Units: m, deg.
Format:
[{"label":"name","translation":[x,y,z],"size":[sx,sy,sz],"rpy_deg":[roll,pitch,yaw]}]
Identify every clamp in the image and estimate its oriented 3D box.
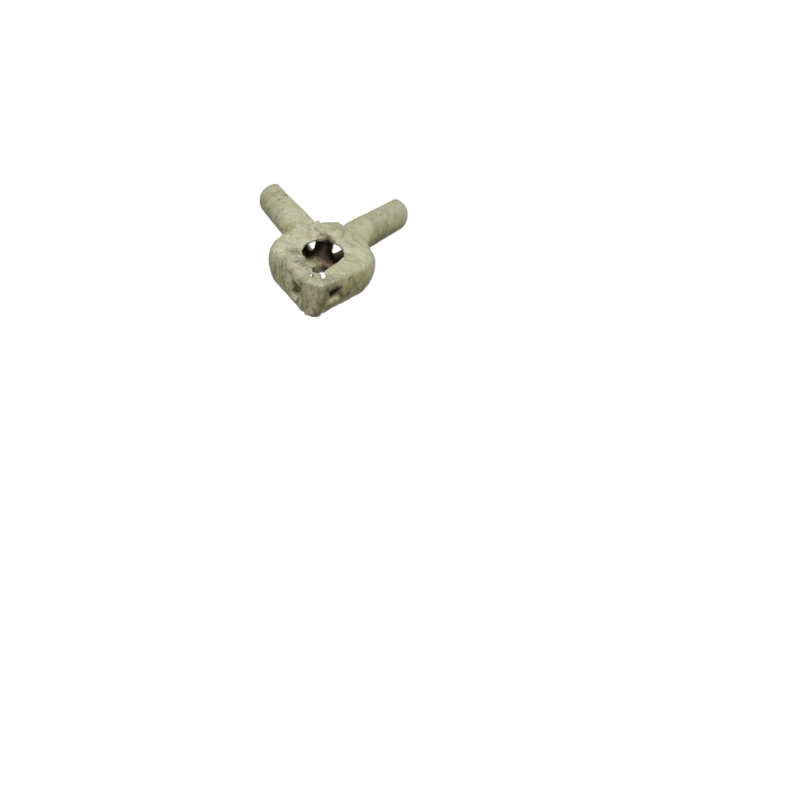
[{"label":"clamp","translation":[-0.066,-0.121,0.849],"size":[0.122,0.037,0.178],"rpy_deg":[6,31,10]}]
